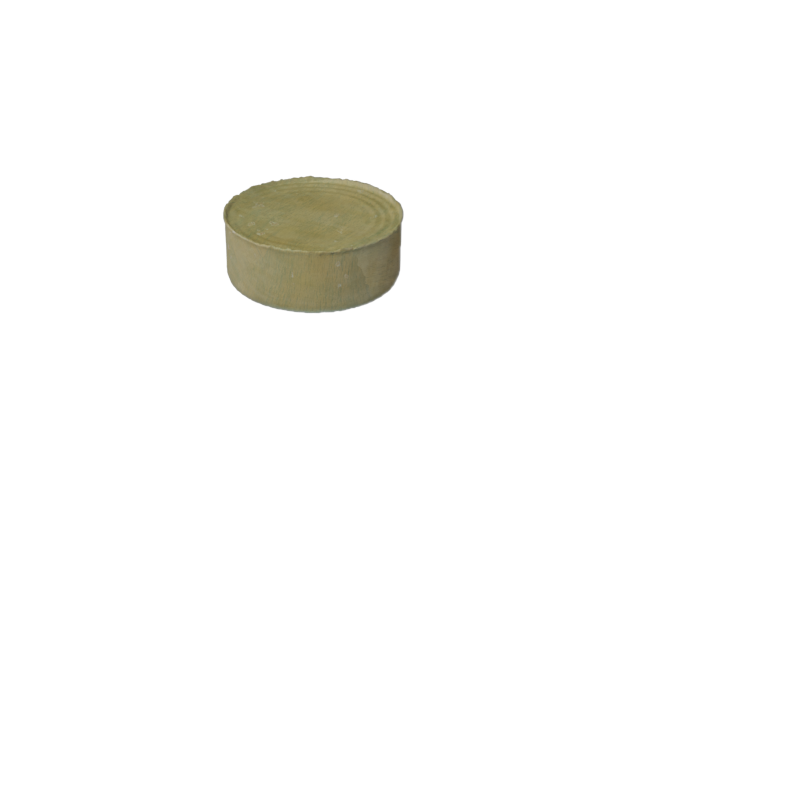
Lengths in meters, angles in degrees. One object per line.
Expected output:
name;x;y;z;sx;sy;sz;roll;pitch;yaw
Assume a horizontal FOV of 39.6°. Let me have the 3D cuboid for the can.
can;-0.042;-0.076;0.533;0.086;0.032;0.091;-1;32;-2
